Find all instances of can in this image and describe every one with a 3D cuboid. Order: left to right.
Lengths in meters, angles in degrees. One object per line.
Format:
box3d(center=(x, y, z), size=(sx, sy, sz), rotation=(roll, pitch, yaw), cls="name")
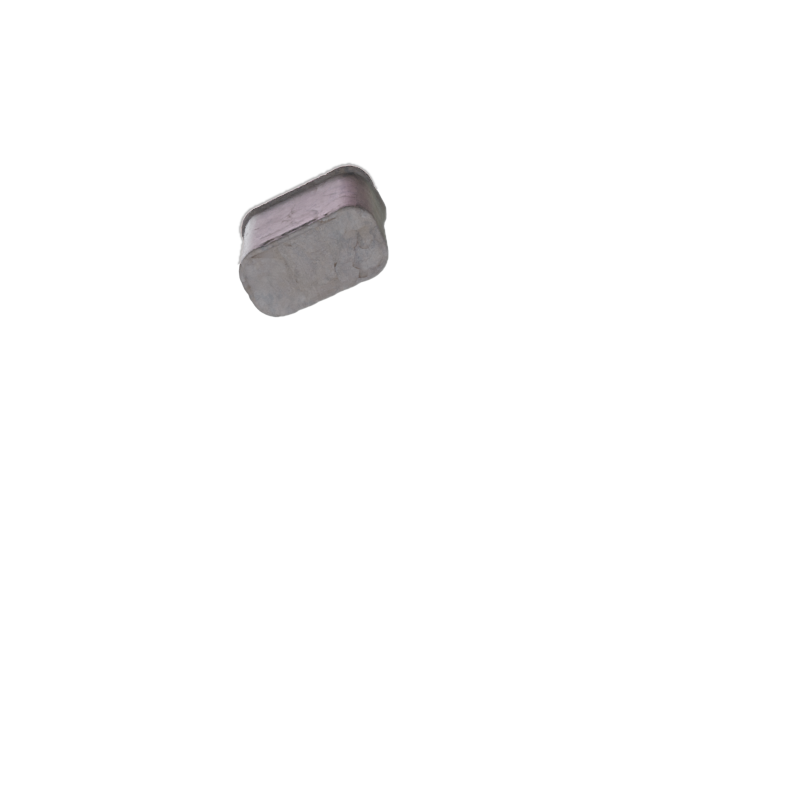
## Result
box3d(center=(-0.058, -0.107, 0.747), size=(0.102, 0.054, 0.088), rotation=(-24, 24, 9), cls="can")
